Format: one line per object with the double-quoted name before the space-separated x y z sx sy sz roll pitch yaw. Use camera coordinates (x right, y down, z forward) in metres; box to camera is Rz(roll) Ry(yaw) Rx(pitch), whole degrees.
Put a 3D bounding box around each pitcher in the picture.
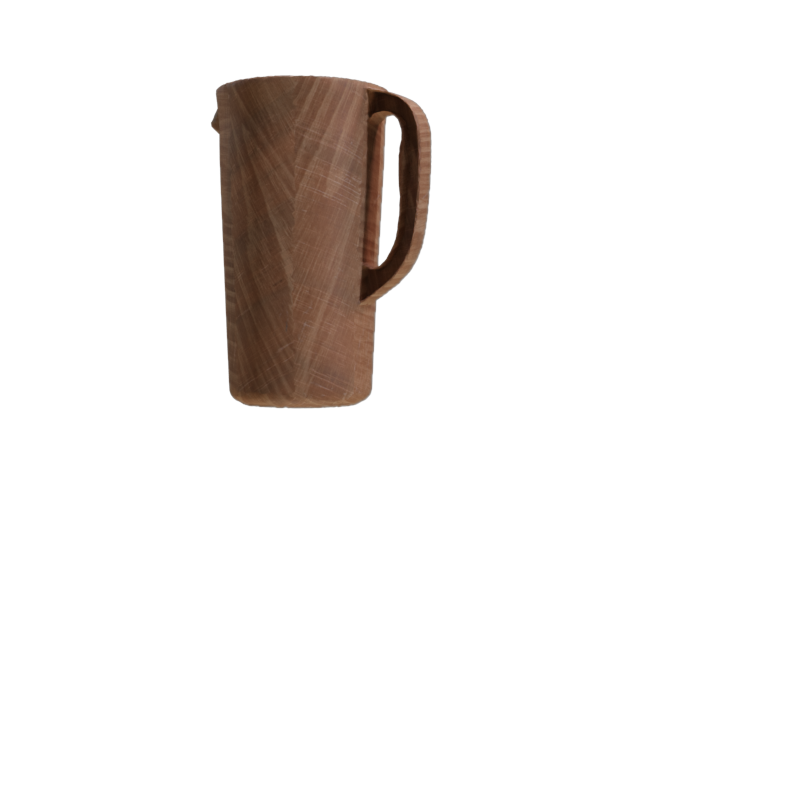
"pitcher" -0.065 -0.119 0.834 0.142 0.245 0.151 0 -1 -16
